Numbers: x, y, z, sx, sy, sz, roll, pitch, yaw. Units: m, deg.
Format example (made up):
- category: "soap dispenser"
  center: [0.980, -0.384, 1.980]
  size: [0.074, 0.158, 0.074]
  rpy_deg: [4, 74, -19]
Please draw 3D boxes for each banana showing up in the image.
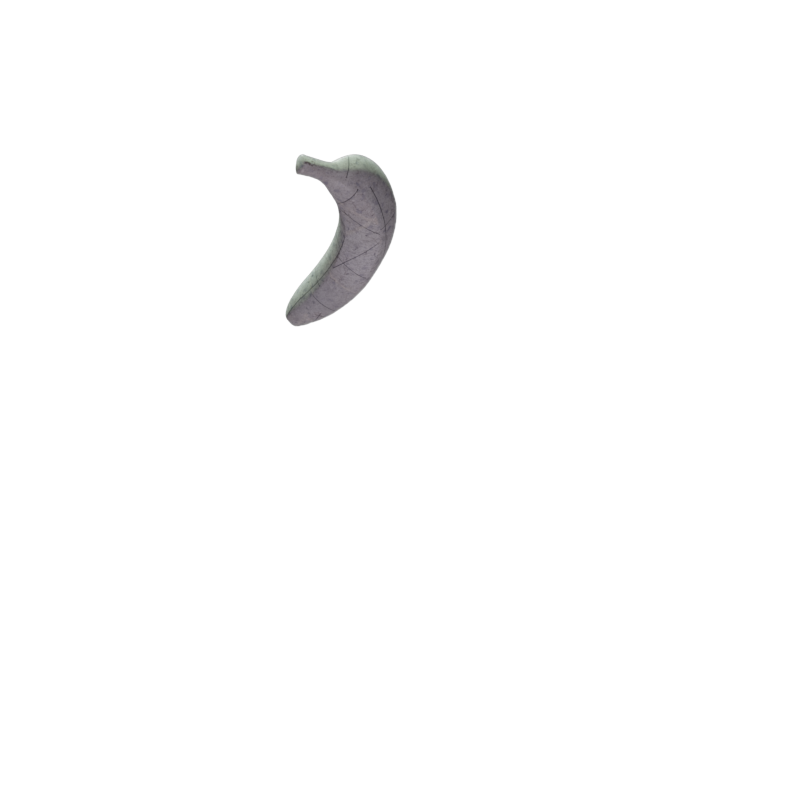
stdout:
- category: "banana"
  center: [-0.040, -0.108, 0.745]
  size: [0.069, 0.039, 0.186]
  rpy_deg: [3, -29, -6]
